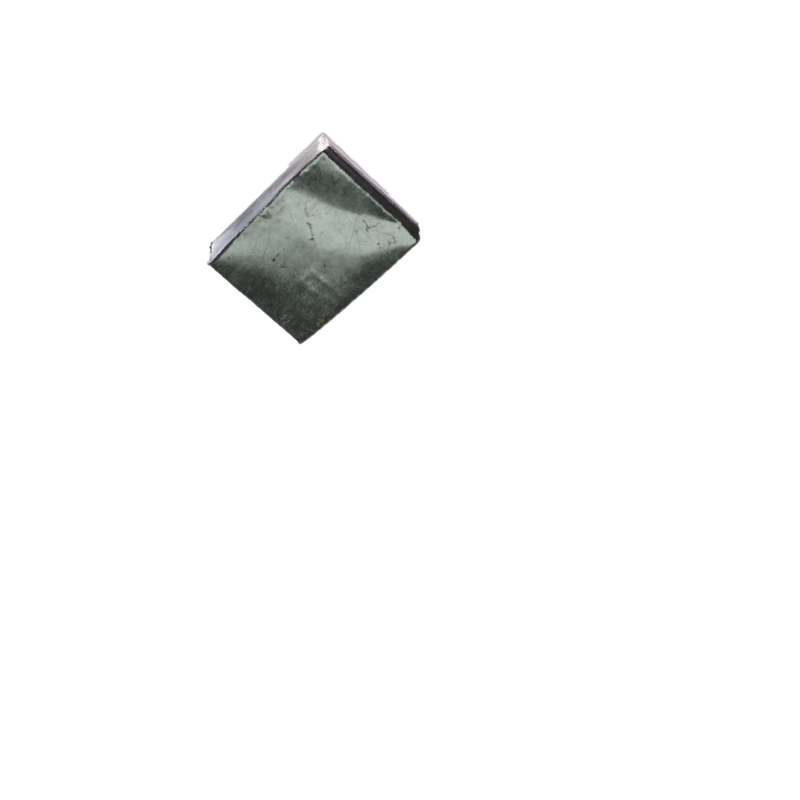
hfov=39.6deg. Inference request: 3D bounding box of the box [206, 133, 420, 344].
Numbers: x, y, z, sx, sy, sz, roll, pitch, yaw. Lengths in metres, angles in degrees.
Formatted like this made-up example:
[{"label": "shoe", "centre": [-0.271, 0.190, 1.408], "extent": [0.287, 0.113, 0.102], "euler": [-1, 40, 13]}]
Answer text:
[{"label": "box", "centre": [-0.057, -0.104, 0.727], "extent": [0.112, 0.086, 0.041], "euler": [-42, 18, 16]}]
